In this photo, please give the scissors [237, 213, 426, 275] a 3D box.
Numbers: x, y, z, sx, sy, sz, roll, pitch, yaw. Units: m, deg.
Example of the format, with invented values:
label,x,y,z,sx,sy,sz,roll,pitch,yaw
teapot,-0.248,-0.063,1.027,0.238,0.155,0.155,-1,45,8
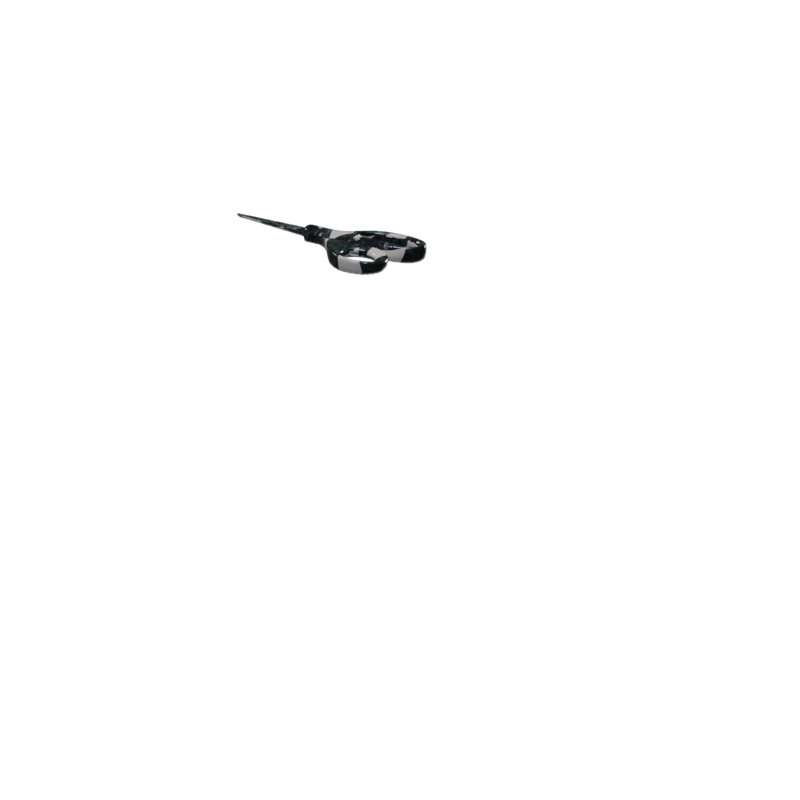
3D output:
label,x,y,z,sx,sy,sz,roll,pitch,yaw
scissors,-0.078,-0.142,0.993,0.209,0.015,0.097,11,27,21
